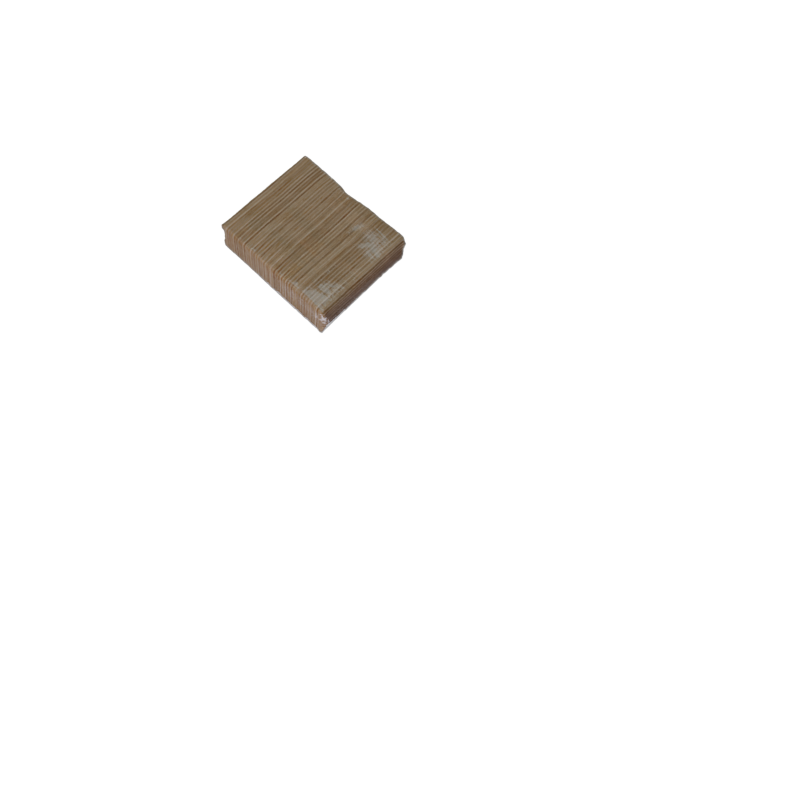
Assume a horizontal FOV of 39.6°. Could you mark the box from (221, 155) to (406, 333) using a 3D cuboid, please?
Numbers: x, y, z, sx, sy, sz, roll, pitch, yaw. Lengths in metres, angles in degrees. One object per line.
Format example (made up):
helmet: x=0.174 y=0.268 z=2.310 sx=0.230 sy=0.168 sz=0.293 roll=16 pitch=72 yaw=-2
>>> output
box: x=-0.053 y=-0.098 z=0.684 sx=0.093 sy=0.074 sz=0.028 roll=41 pitch=-20 yaw=18
